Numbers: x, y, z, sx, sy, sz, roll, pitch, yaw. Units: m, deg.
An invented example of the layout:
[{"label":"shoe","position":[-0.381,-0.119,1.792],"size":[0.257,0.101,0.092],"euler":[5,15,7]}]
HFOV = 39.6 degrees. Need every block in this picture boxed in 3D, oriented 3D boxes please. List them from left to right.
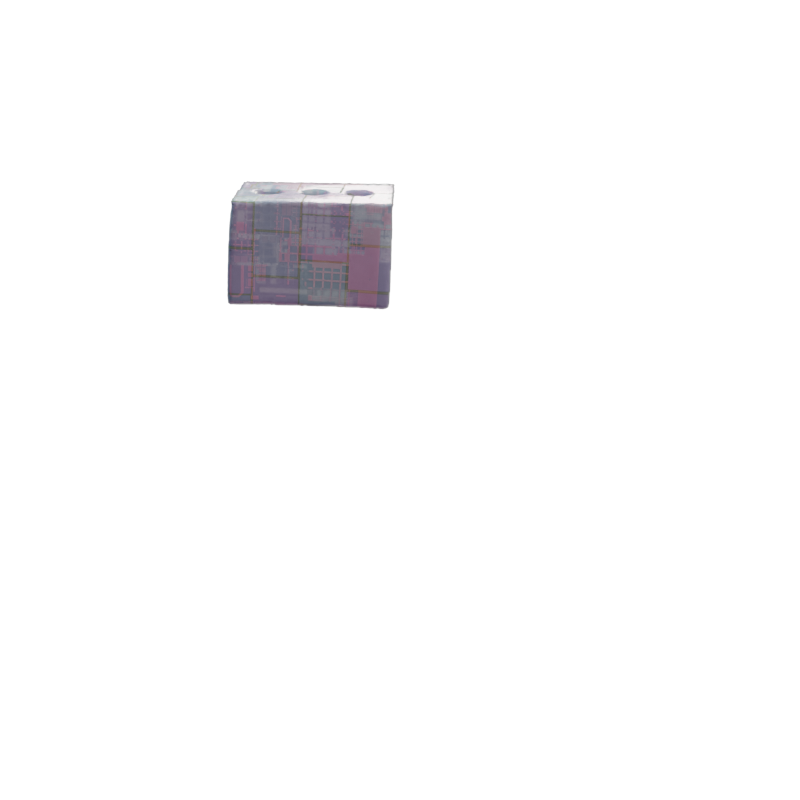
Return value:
[{"label":"block","position":[-0.042,-0.077,0.542],"size":[0.078,0.049,0.055],"euler":[1,19,3]}]
